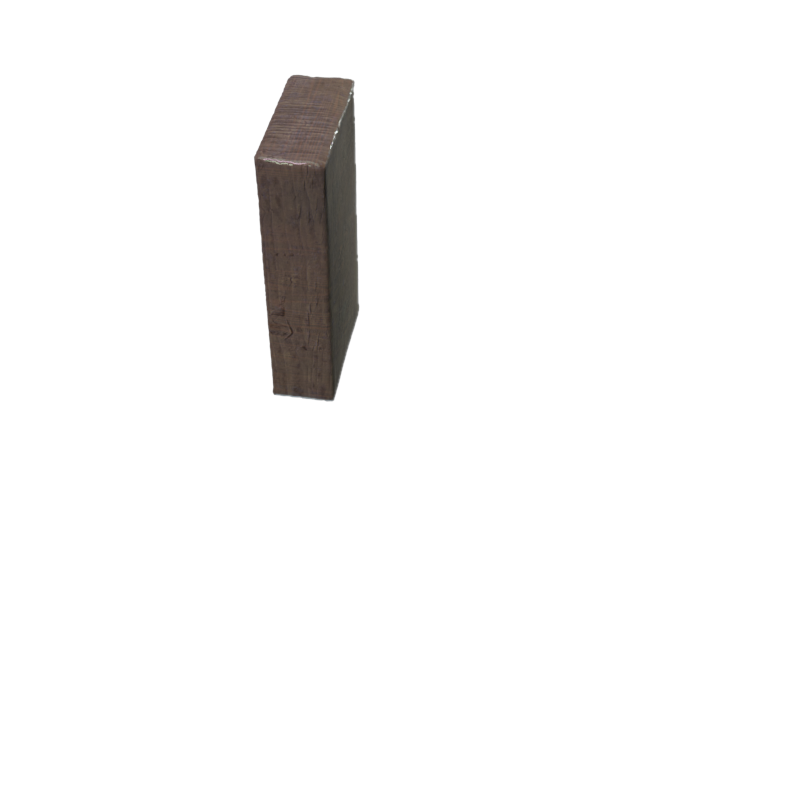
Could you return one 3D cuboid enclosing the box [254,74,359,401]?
[{"bbox_3d":[-0.052,-0.094,0.662,0.048,0.164,0.099,8,43,4],"label":"box"}]
